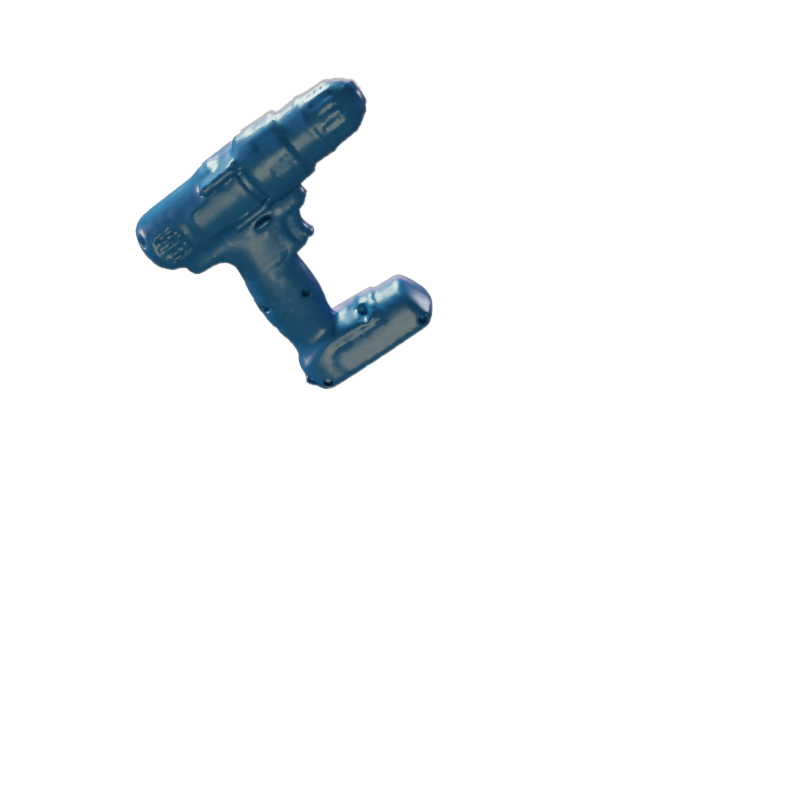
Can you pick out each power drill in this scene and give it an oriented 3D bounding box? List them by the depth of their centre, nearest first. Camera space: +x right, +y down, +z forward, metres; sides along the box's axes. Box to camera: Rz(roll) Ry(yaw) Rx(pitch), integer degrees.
[{"bbox_3d":[-0.060,-0.110,0.769,0.183,0.177,0.061,-33,25,17],"label":"power drill"}]
